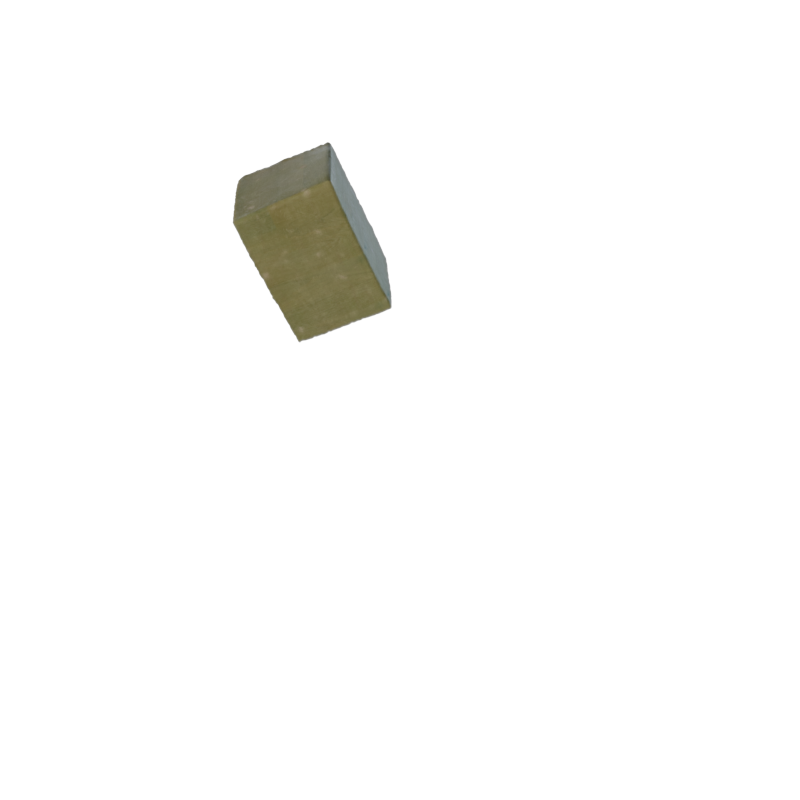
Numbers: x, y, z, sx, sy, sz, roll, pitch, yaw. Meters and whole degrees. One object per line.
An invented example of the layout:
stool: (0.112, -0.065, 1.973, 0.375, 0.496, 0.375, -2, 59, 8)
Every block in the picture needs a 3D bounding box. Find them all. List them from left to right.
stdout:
block: (-0.043, -0.079, 0.553, 0.053, 0.073, 0.054, -20, 30, 10)
